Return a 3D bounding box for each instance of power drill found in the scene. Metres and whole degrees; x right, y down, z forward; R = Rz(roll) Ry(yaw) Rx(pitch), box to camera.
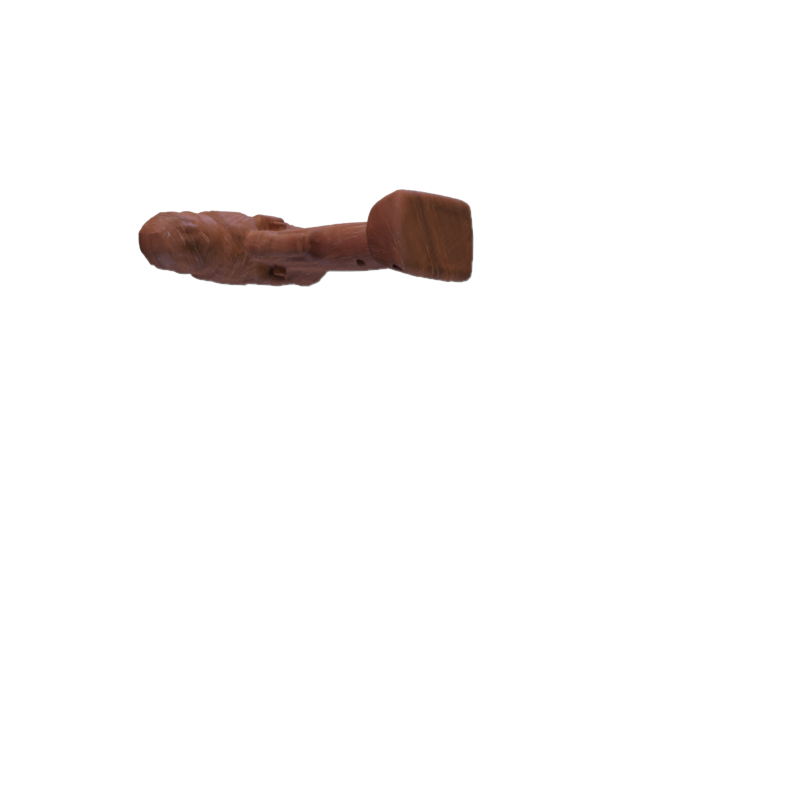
[{"bbox_3d":[-0.059,-0.108,0.759,0.194,0.057,0.178,2,4,35],"label":"power drill"}]
